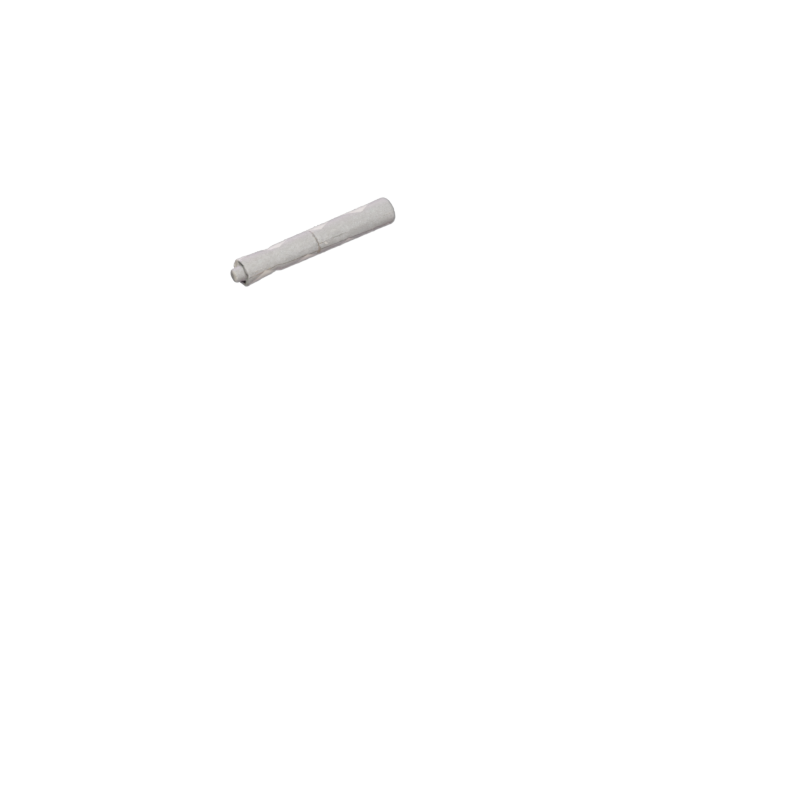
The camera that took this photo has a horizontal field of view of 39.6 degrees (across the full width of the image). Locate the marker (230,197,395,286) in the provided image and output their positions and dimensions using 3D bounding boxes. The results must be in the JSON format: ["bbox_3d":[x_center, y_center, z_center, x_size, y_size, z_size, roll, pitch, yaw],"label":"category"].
[{"bbox_3d":[-0.056,-0.103,0.718,0.120,0.019,0.020,-28,17,-26],"label":"marker"}]
